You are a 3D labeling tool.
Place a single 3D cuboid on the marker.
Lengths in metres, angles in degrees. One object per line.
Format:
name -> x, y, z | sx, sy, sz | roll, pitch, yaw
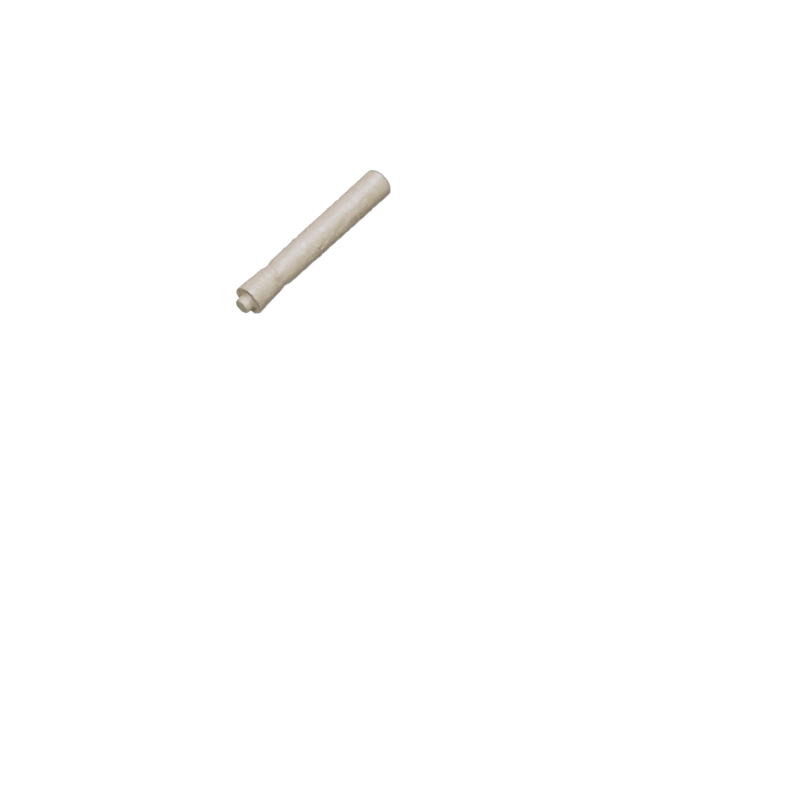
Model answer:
marker -> -0.050, -0.091, 0.639 | 0.021, 0.019, 0.123 | 4, 43, 52
